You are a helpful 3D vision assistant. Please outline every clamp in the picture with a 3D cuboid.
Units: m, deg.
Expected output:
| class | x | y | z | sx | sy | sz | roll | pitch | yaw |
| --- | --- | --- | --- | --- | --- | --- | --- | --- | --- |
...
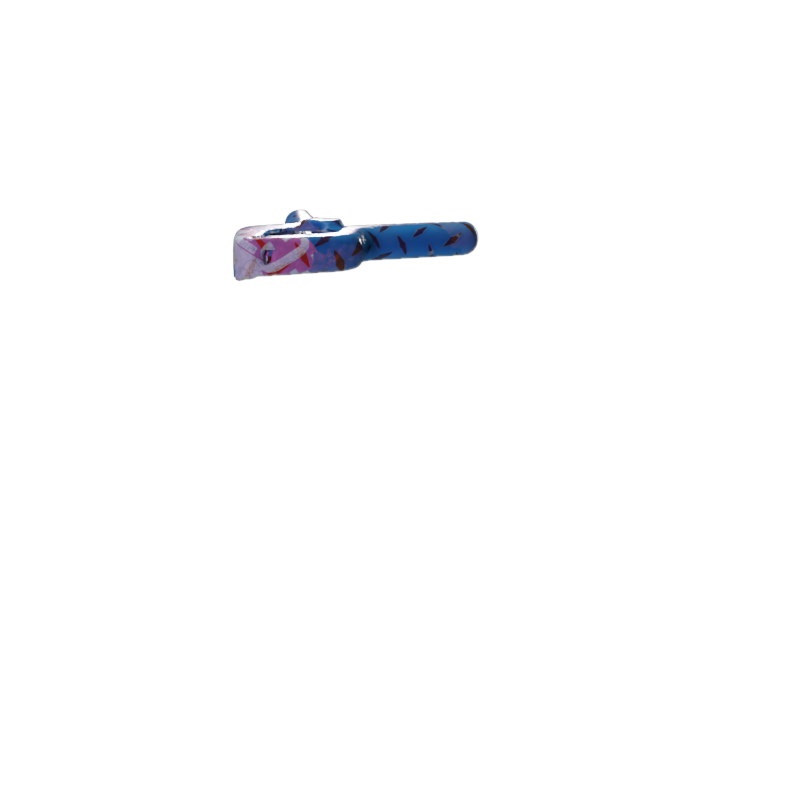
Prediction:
| class | x | y | z | sx | sy | sz | roll | pitch | yaw |
| --- | --- | --- | --- | --- | --- | --- | --- | --- | --- |
| clamp | -0.063 | -0.115 | 0.804 | 0.172 | 0.035 | 0.206 | 10 | 18 | 34 |
